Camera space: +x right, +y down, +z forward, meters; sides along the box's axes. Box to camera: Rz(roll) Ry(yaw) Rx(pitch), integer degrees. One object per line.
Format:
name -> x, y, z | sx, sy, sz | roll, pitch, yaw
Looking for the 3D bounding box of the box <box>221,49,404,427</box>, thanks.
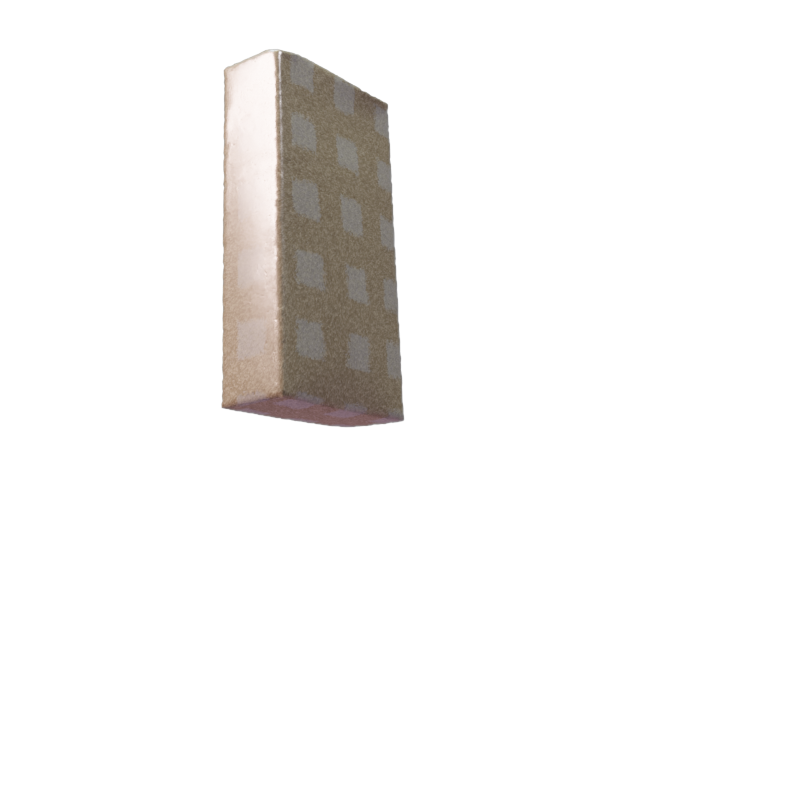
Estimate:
box -> -0.043, -0.079, 0.555 | 0.049, 0.183, 0.088 | -14, -20, 37
